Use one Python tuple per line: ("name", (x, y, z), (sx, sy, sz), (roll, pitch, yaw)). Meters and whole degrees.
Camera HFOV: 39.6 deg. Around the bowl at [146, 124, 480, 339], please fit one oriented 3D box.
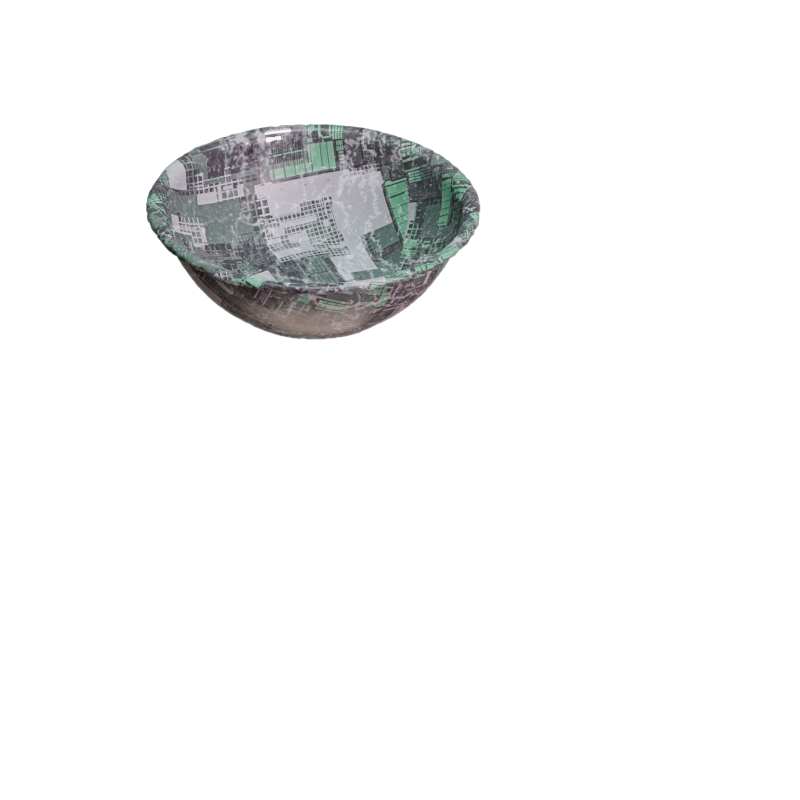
("bowl", (-0.043, -0.079, 0.554), (0.162, 0.051, 0.173), (-1, 37, -2))
